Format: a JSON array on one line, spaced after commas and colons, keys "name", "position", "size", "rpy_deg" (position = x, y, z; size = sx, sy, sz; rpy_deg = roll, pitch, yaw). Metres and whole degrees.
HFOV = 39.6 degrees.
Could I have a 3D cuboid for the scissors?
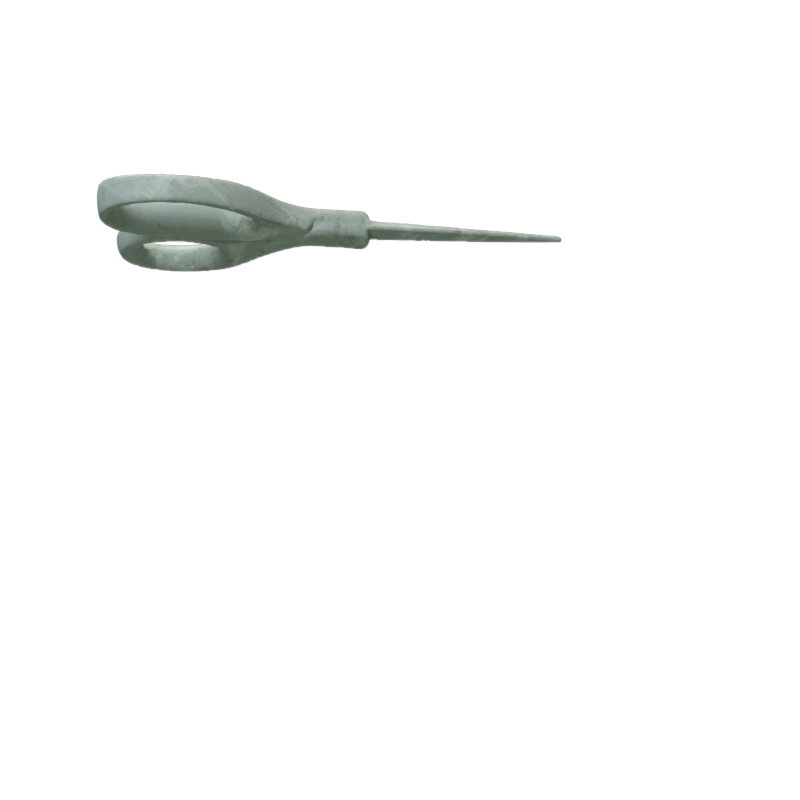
[{"name": "scissors", "position": [-0.039, -0.071, 0.496], "size": [0.195, 0.016, 0.096], "rpy_deg": [6, -14, -24]}]
